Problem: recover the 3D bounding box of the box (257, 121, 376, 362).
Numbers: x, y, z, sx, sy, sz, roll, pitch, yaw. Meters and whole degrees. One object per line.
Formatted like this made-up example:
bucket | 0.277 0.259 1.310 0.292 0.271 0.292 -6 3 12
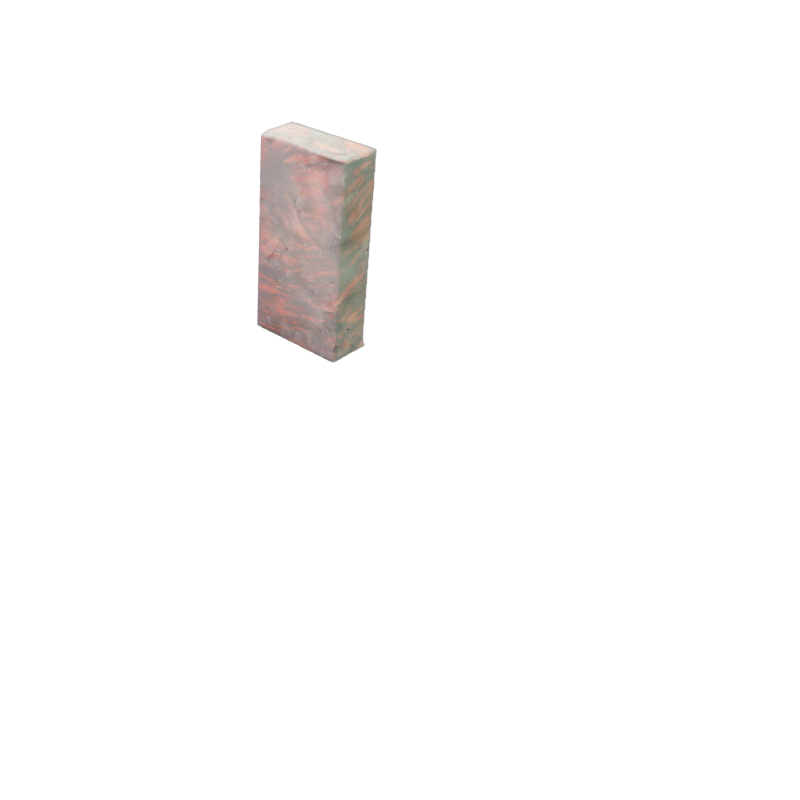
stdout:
box | -0.071 -0.128 0.899 0.099 0.166 0.048 24 34 35
